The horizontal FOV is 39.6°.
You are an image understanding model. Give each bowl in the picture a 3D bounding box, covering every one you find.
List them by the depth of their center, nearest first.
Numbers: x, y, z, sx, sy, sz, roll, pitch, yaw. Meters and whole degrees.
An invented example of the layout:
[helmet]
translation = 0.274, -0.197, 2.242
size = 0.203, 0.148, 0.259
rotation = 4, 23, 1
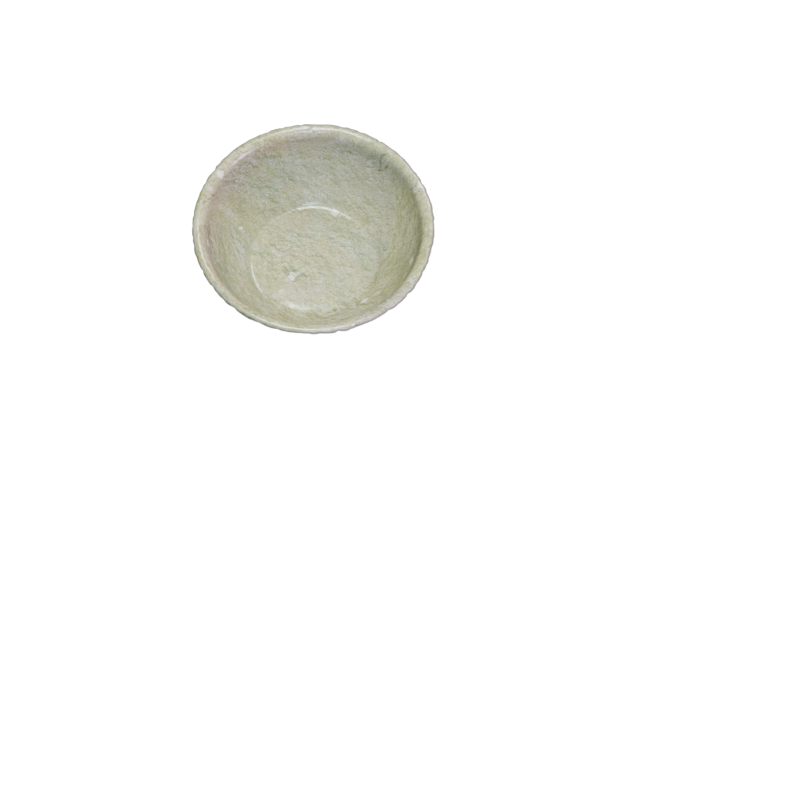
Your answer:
[bowl]
translation = -0.059, -0.108, 0.759
size = 0.162, 0.172, 0.052
rotation = -1, -27, -1
